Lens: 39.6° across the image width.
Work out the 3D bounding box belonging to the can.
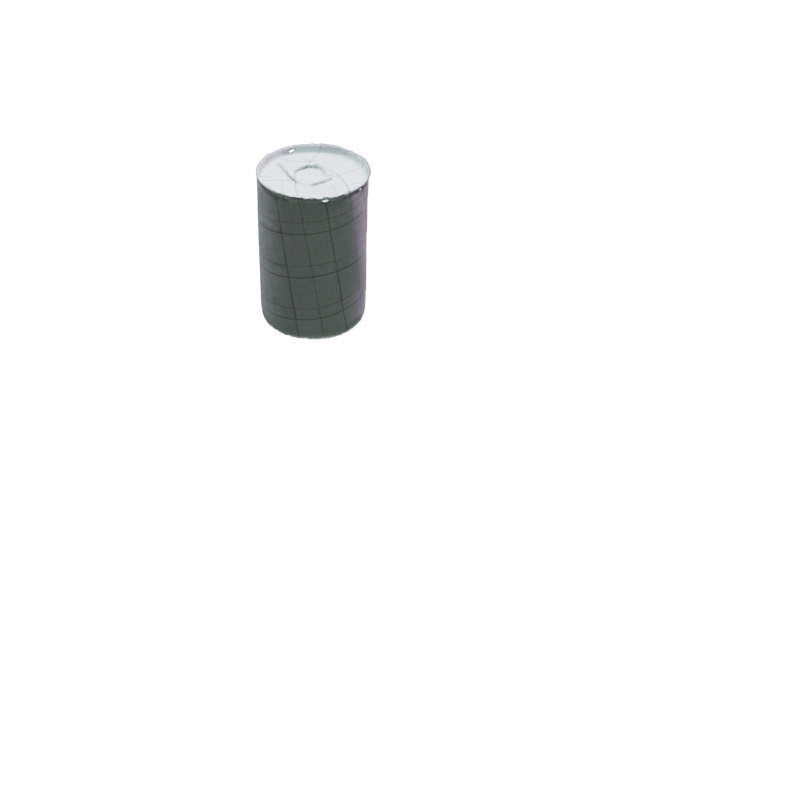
[{"bbox_3d":[-0.053,-0.097,0.680,0.068,0.096,0.073,0,36,-3],"label":"can"}]
